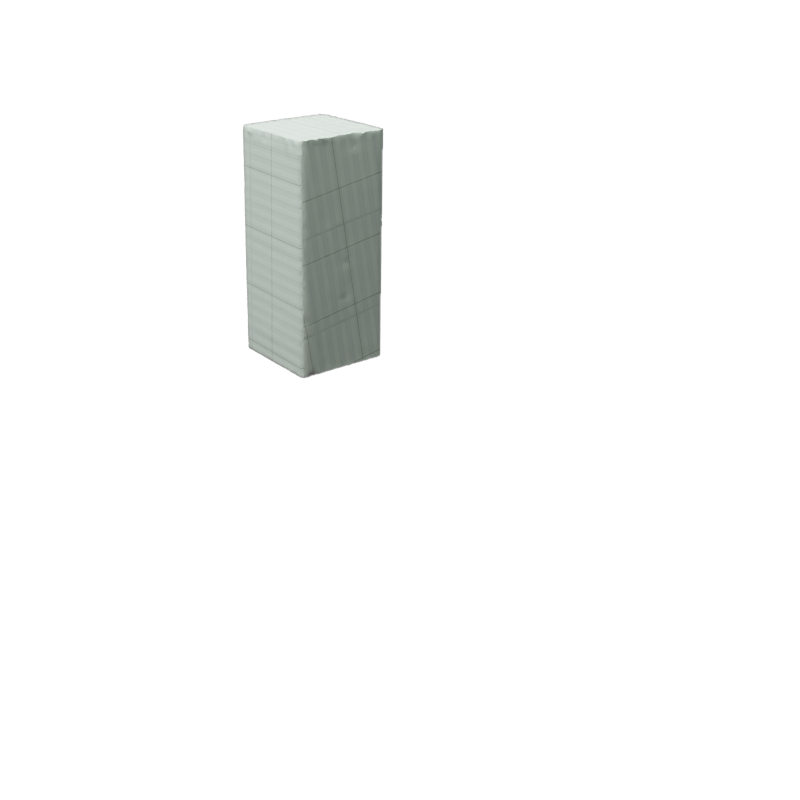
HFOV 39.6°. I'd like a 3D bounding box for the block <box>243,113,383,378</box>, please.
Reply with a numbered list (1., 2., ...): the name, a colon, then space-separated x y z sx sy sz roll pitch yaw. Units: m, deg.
1. block: -0.077 -0.138 0.970 0.088 0.198 0.097 -13 24 -36
